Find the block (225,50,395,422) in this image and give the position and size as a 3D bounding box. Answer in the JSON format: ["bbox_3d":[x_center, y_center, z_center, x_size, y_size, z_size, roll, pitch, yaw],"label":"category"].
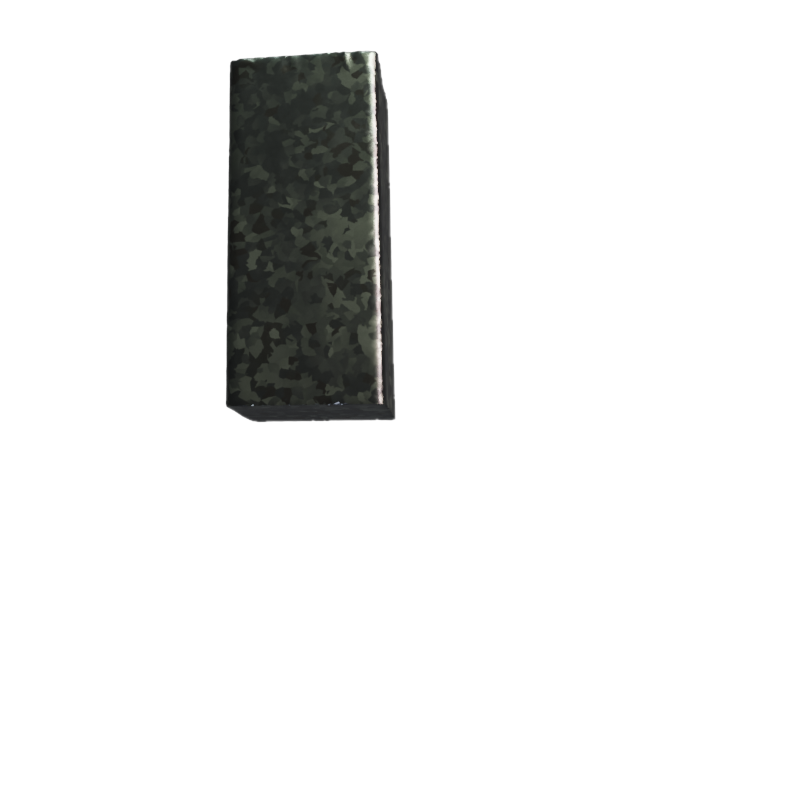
[{"bbox_3d":[-0.053,-0.096,0.668,0.091,0.213,0.086,-2,-13,5],"label":"block"}]
